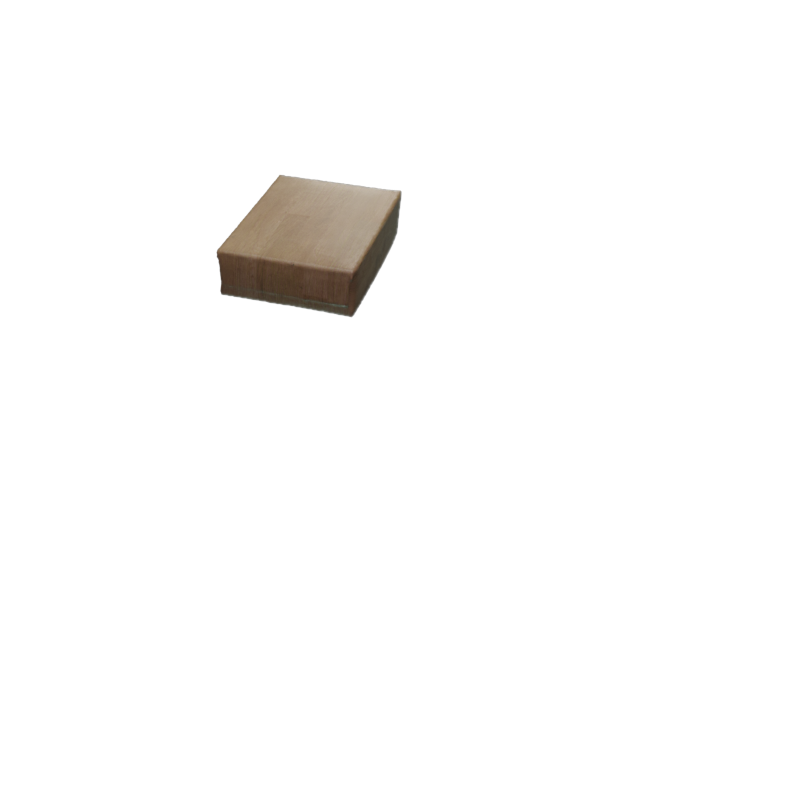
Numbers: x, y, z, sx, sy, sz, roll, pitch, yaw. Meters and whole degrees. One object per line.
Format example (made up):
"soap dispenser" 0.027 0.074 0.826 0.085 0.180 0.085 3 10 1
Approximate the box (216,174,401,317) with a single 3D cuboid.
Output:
"box" -0.056 -0.103 0.721 0.092 0.036 0.118 10 35 14
